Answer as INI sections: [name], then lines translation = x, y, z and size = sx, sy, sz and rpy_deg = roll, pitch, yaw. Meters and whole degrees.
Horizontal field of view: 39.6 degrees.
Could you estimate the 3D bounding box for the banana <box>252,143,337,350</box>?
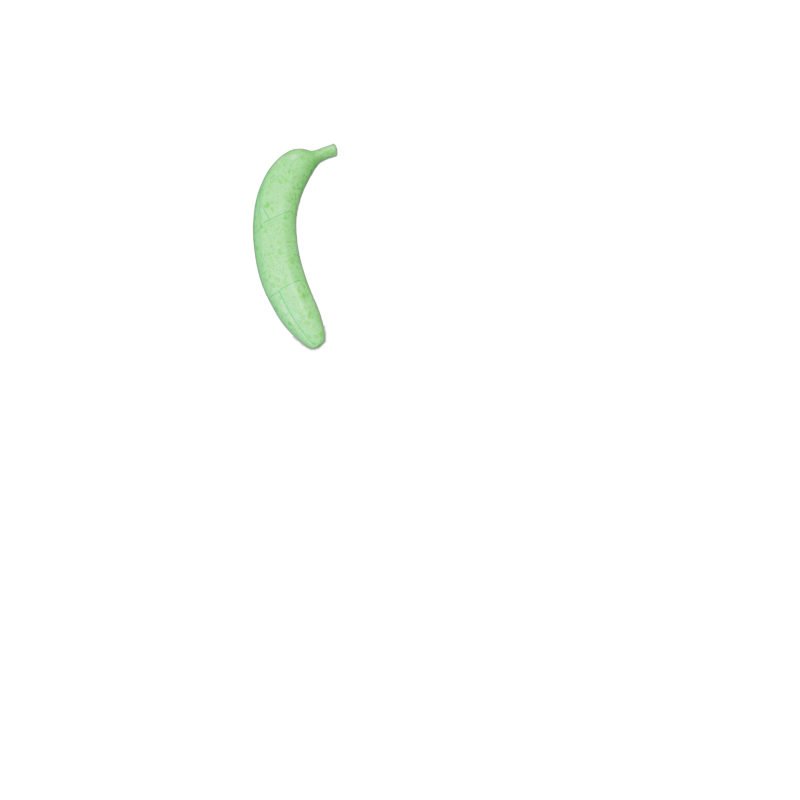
[banana]
translation = -0.093, -0.140, 0.951
size = 0.070, 0.208, 0.035
rpy_deg = 2, -23, 0
